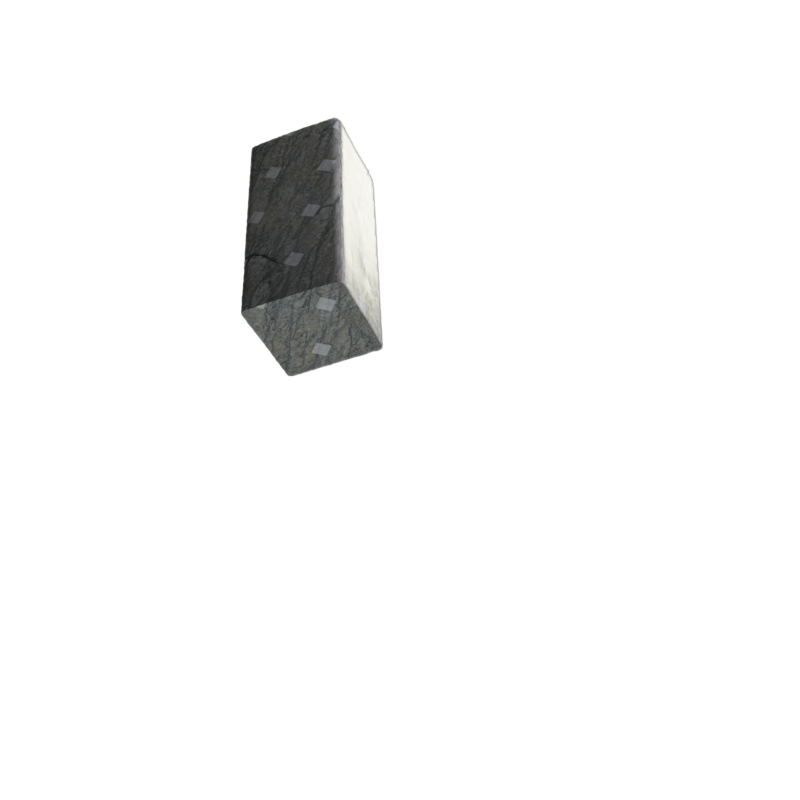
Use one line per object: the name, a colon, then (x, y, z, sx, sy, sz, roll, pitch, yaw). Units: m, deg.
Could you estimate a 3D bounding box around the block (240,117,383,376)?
block: (-0.075, -0.138, 0.961, 0.091, 0.221, 0.084, -18, -44, 15)
